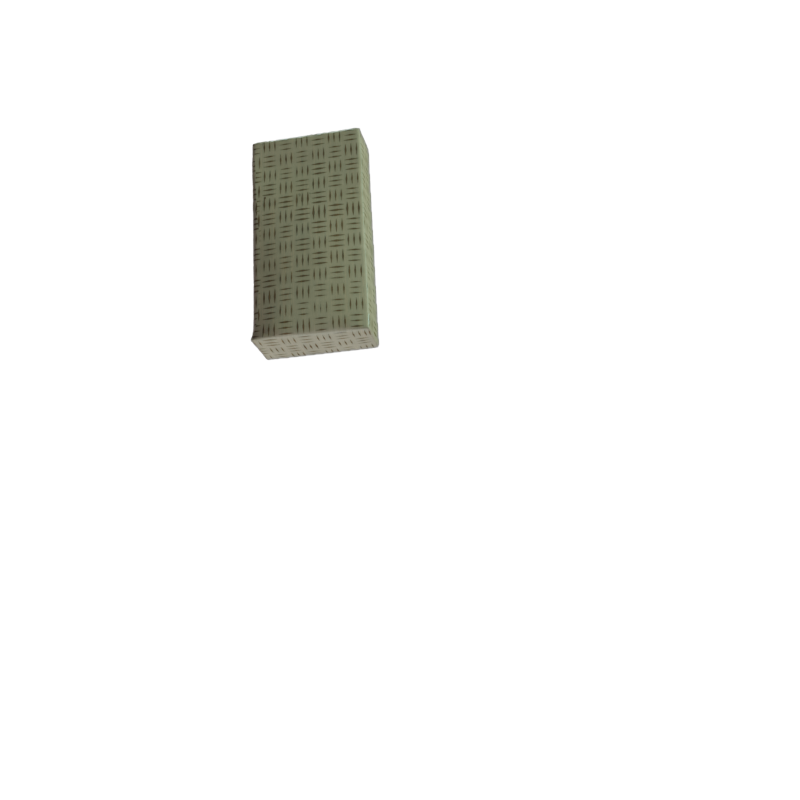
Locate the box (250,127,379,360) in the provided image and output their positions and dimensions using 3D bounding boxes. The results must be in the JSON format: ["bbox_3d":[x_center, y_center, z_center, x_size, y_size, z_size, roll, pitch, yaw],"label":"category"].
[{"bbox_3d":[-0.068,-0.125,0.873,0.094,0.187,0.045,-7,-27,11],"label":"box"}]
